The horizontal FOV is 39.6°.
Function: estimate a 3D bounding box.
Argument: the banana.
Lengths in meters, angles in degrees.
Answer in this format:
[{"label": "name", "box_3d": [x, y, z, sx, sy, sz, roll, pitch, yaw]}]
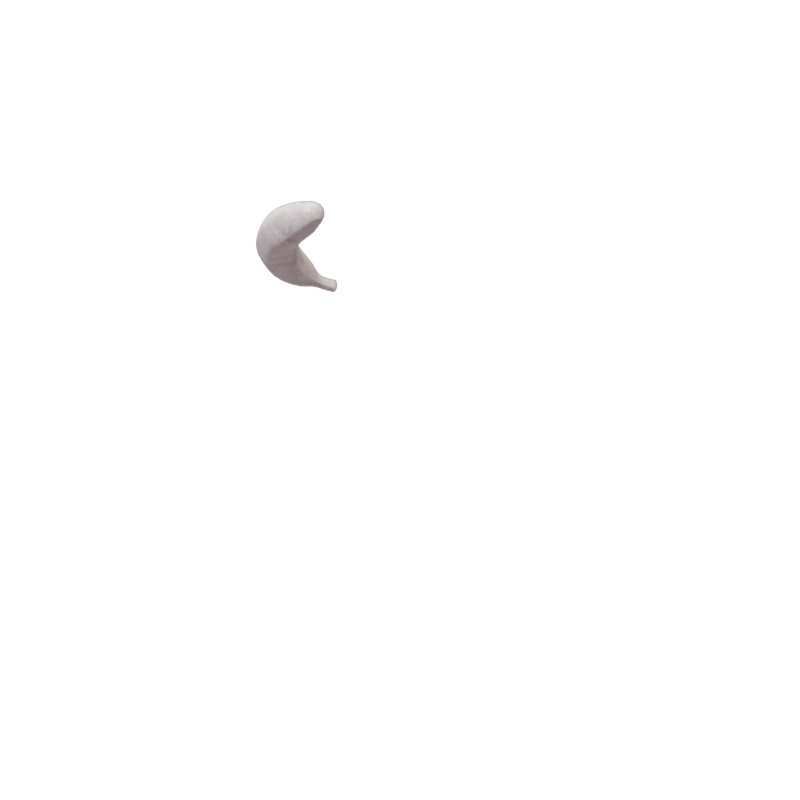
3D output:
[{"label": "banana", "box_3d": [-0.096, -0.141, 0.999, 0.070, 0.038, 0.190, -1, -12, 1]}]
